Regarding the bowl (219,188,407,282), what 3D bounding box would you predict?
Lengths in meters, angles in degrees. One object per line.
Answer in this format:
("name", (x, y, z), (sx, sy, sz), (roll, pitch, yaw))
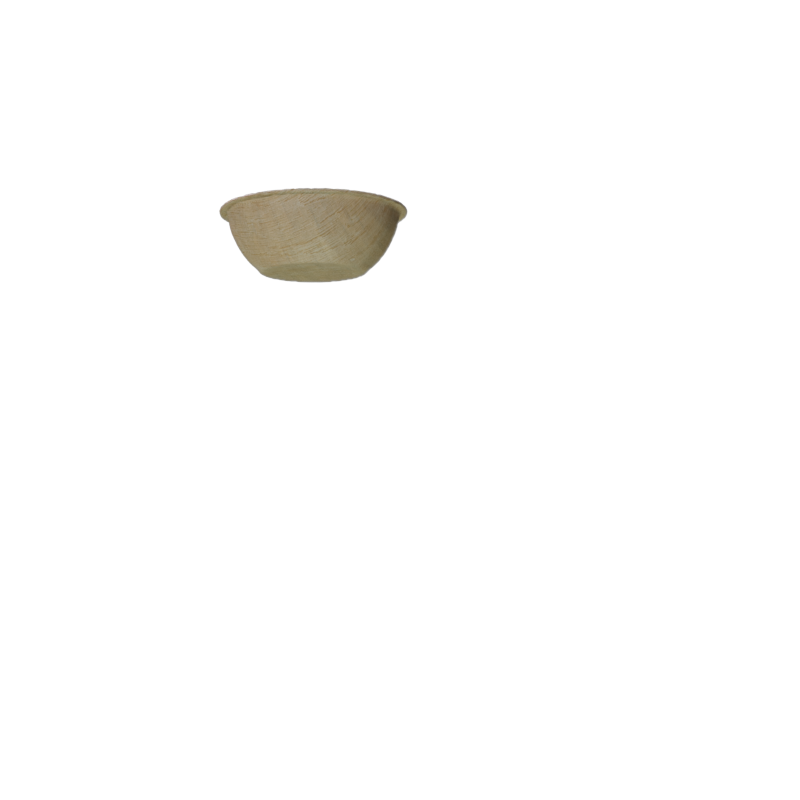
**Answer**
("bowl", (-0.074, -0.135, 0.948), (0.162, 0.056, 0.159), (0, -6, -2))
